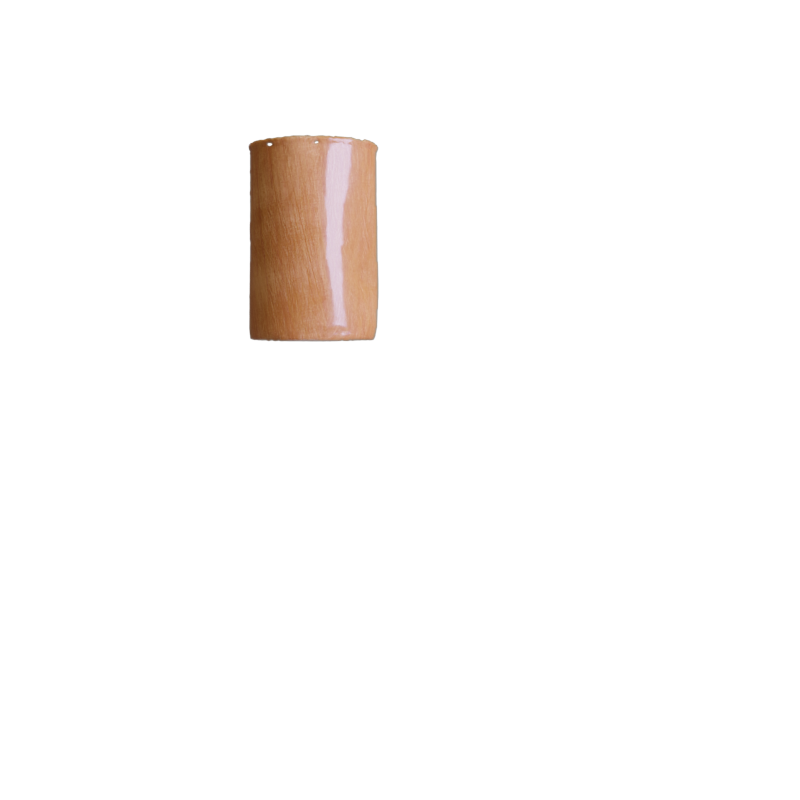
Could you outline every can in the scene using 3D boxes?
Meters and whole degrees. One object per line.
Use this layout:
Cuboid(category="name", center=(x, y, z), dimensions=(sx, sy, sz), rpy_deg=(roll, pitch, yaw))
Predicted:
Cuboid(category="can", center=(-0.045, -0.083, 0.579), dimensions=(0.068, 0.103, 0.068), rpy_deg=(0, -1, -2))
